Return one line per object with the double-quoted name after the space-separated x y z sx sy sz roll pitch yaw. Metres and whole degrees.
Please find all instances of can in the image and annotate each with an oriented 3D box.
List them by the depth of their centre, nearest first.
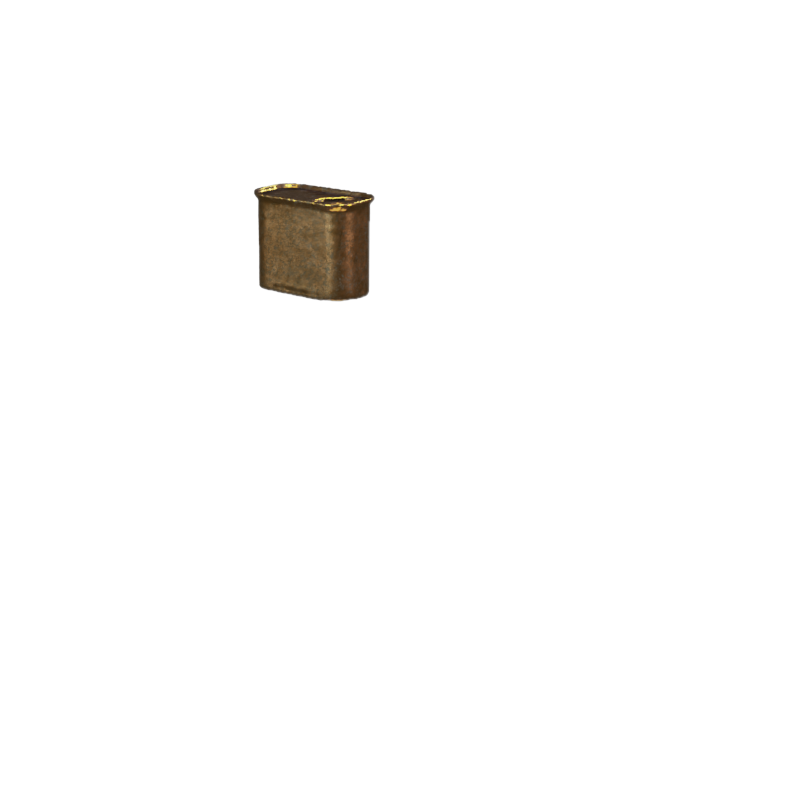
-0.073 -0.133 0.928 0.107 0.081 0.057 13 20 34 "can"
